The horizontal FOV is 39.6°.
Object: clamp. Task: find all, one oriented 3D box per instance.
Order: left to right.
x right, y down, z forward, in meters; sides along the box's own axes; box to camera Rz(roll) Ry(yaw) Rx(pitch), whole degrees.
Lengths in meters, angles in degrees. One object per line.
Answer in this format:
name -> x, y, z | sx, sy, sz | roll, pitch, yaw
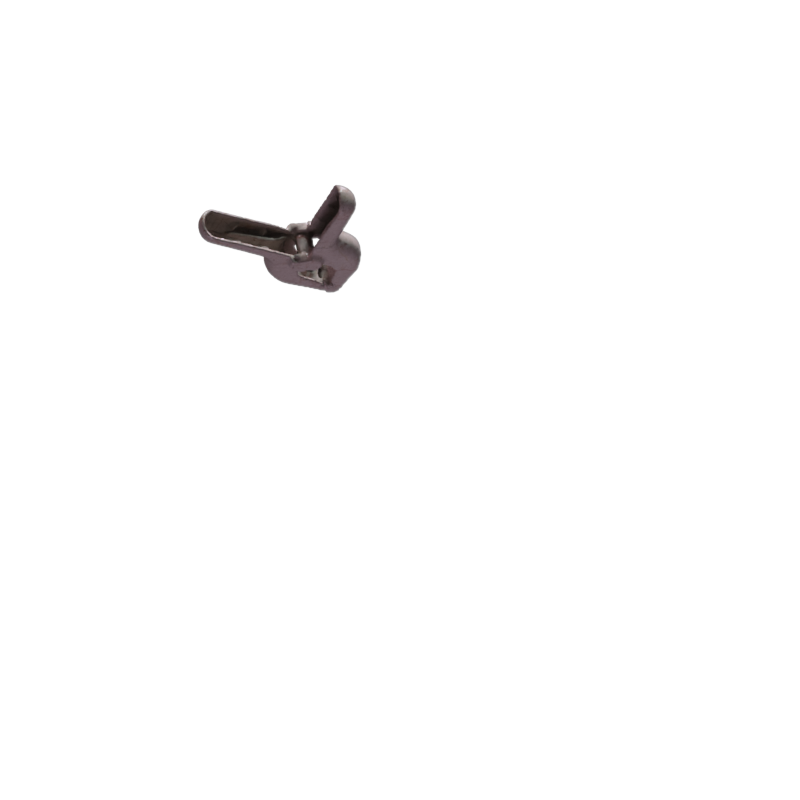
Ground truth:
clamp -> -0.069, -0.125, 0.877 | 0.123, 0.040, 0.162 | -4, -11, 23
